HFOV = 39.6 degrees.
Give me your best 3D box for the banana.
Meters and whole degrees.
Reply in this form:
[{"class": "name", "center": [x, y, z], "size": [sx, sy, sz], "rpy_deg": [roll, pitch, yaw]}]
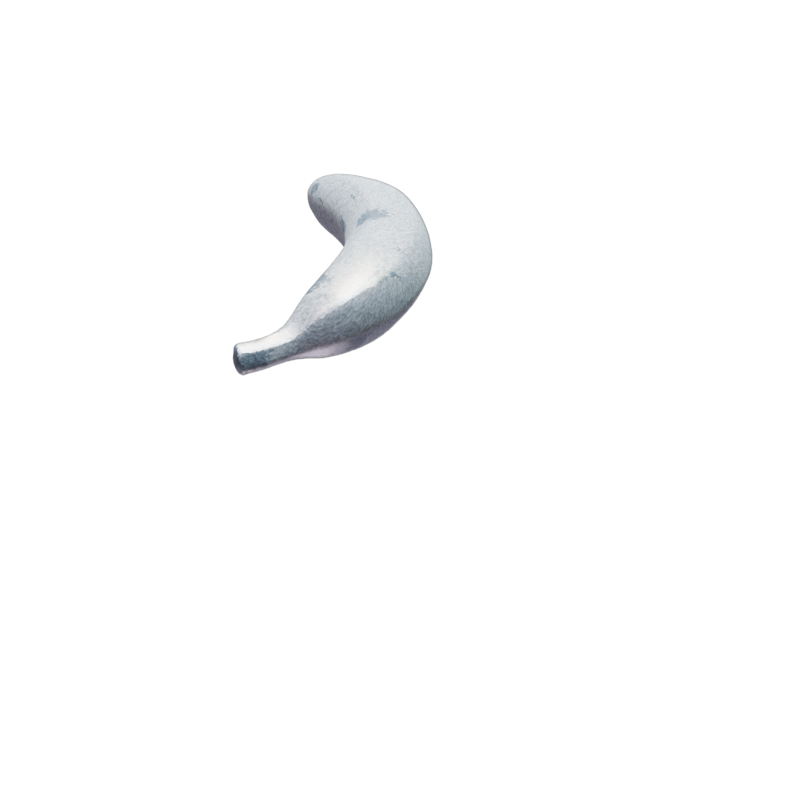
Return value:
[{"class": "banana", "center": [-0.020, -0.067, 0.483], "size": [0.070, 0.035, 0.206], "rpy_deg": [2, 26, 4]}]
